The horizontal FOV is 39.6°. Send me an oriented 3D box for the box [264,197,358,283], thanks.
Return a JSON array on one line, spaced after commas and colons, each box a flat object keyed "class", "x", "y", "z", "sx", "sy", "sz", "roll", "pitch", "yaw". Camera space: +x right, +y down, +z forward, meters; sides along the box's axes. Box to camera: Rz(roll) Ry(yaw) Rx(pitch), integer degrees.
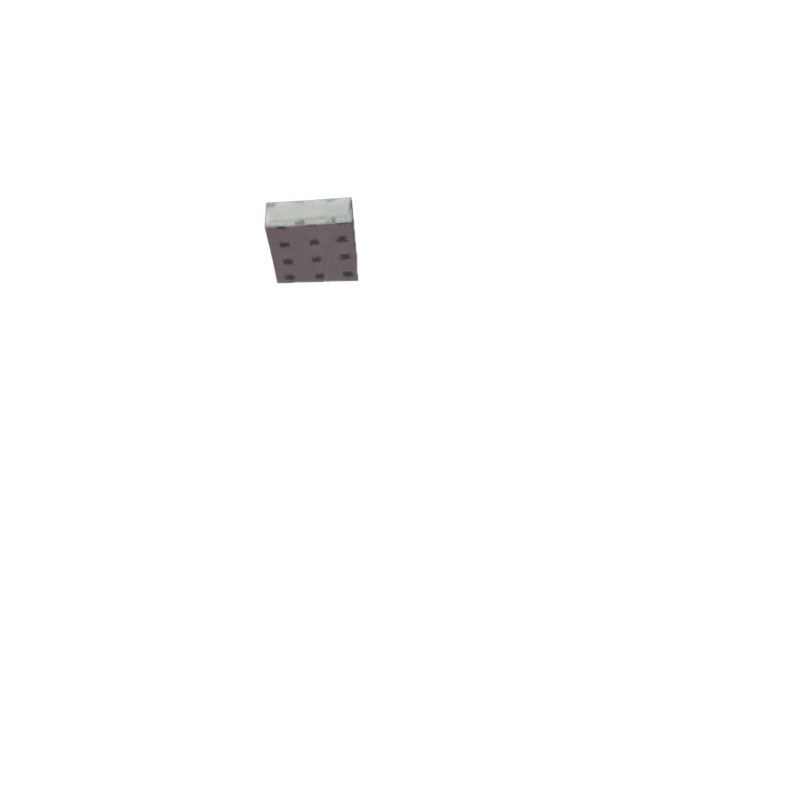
[{"class": "box", "x": -0.075, "y": -0.136, "z": 0.952, "sx": 0.073, "sy": 0.032, "sz": 0.083, "roll": -2, "pitch": -30, "yaw": 3}]
